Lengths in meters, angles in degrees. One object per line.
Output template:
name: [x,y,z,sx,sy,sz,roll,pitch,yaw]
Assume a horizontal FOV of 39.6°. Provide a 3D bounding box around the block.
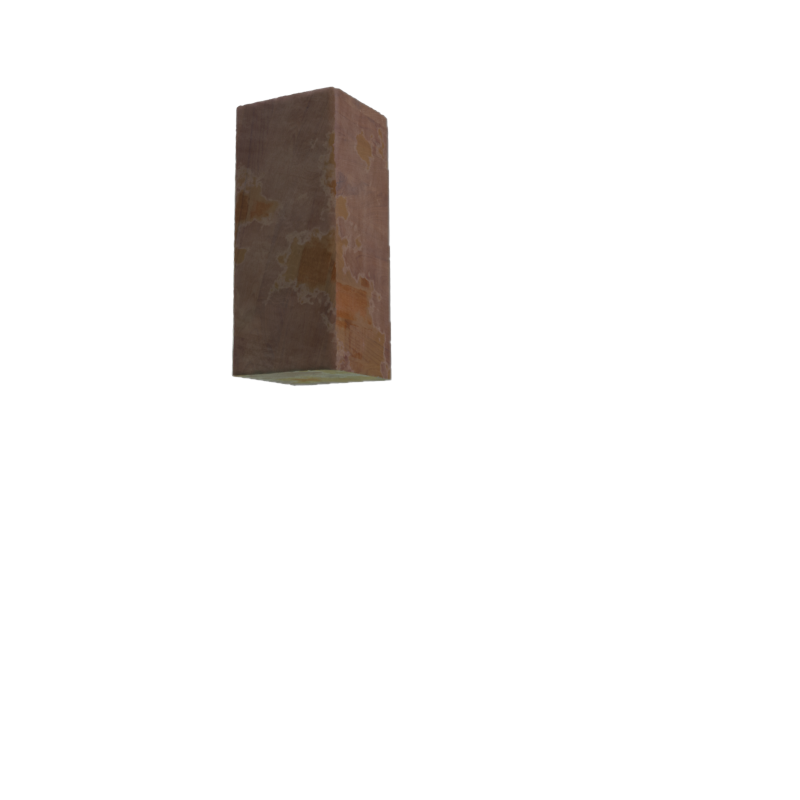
block: [-0.065,-0.120,0.837,0.092,0.212,0.086,-7,-13,28]
